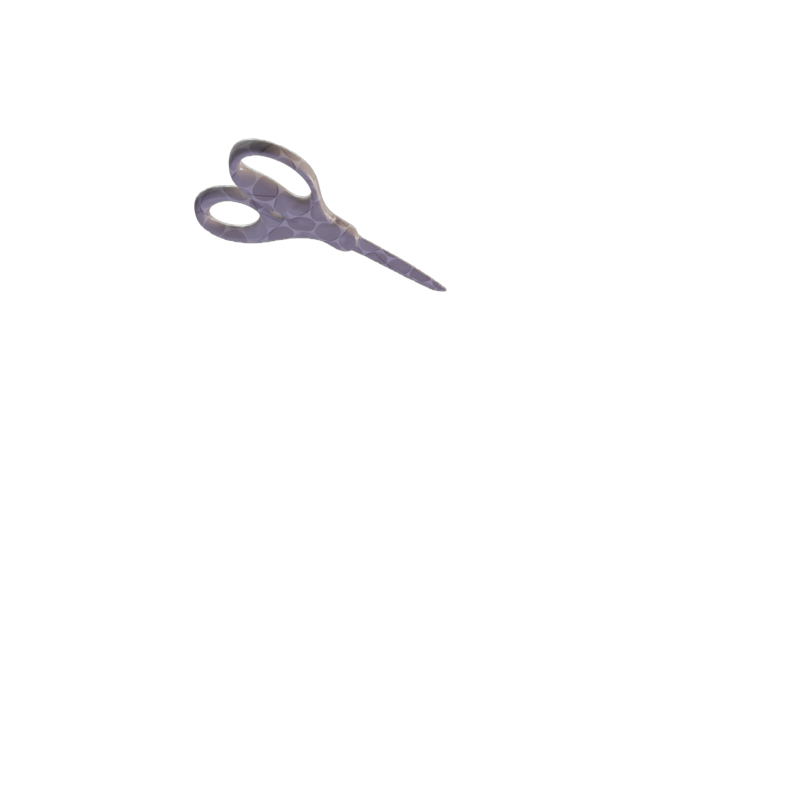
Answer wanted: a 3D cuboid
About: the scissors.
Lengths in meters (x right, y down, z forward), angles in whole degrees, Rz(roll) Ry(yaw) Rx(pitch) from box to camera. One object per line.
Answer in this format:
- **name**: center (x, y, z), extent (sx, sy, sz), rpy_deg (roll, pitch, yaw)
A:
- **scissors**: center (-0.060, -0.109, 0.763), extent (0.097, 0.017, 0.187), rpy_deg (-22, -42, 27)
